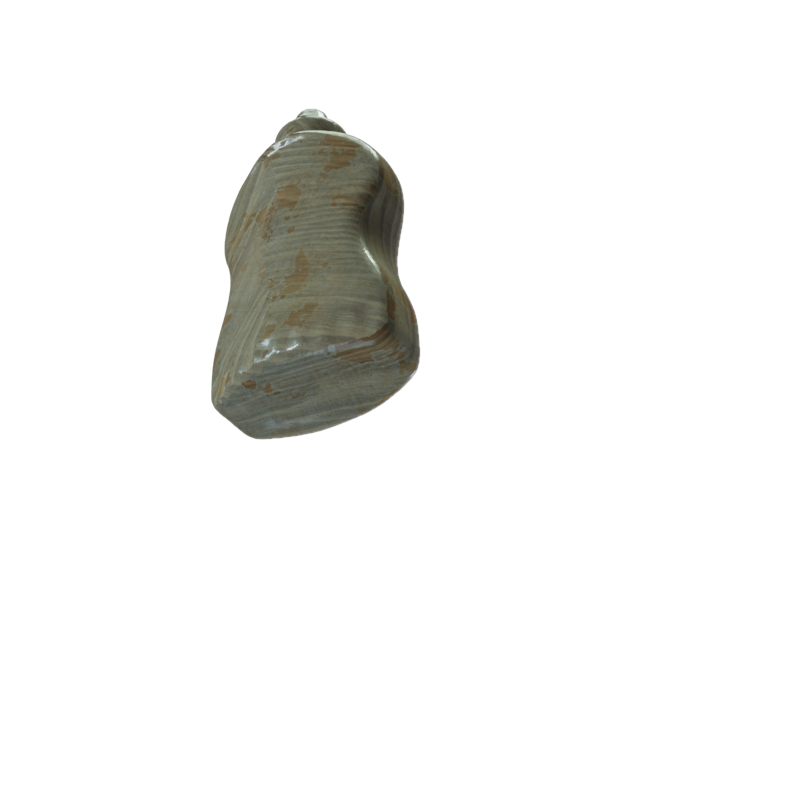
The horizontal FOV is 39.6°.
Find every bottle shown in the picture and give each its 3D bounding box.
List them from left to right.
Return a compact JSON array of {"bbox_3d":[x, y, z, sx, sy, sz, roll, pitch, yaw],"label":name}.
[{"bbox_3d":[-0.043,-0.079,0.552,0.096,0.206,0.054,-25,-46,23],"label":"bottle"}]
